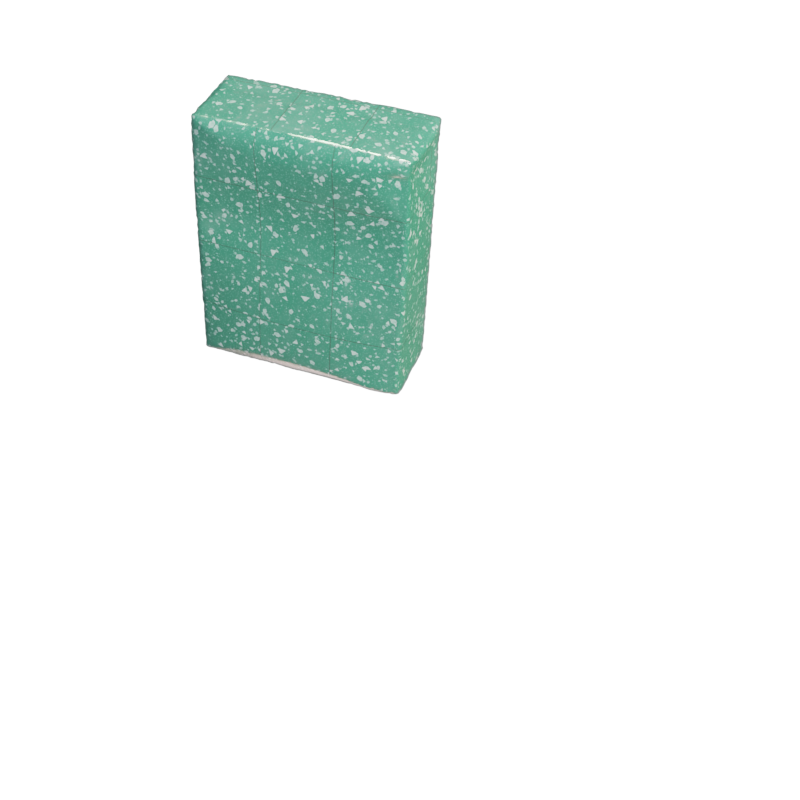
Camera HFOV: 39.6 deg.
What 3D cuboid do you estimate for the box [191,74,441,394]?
[{"bbox_3d":[-0.064,-0.116,0.814,0.169,0.199,0.075,16,42,15],"label":"box"}]
